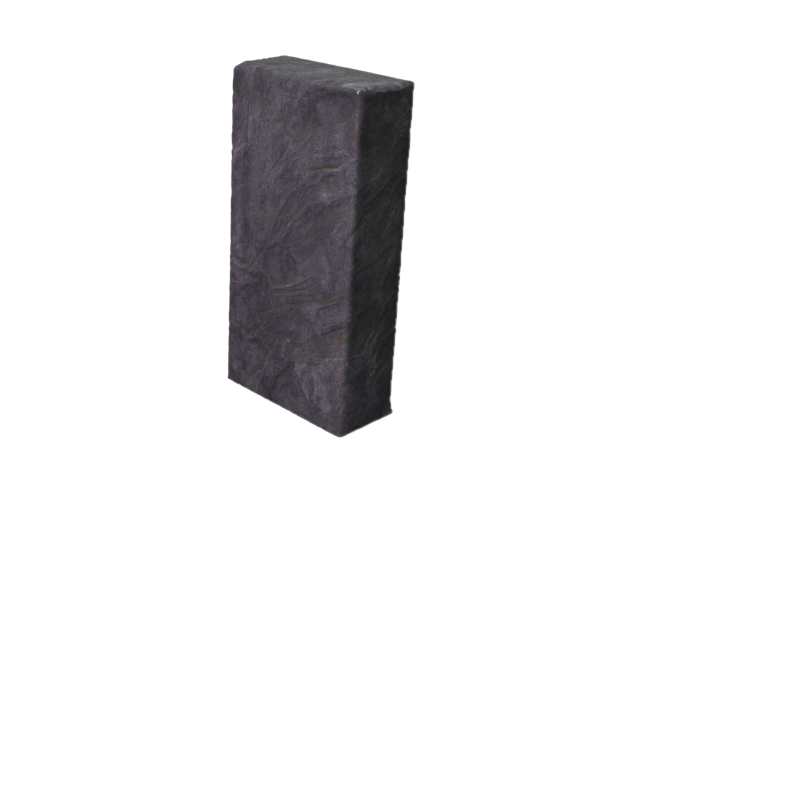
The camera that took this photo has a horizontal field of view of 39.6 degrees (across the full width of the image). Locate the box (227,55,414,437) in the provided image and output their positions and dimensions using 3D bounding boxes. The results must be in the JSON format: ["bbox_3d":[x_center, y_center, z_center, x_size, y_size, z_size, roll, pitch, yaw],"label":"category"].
[{"bbox_3d":[-0.045,-0.081,0.564,0.099,0.168,0.047,21,28,40],"label":"box"}]
